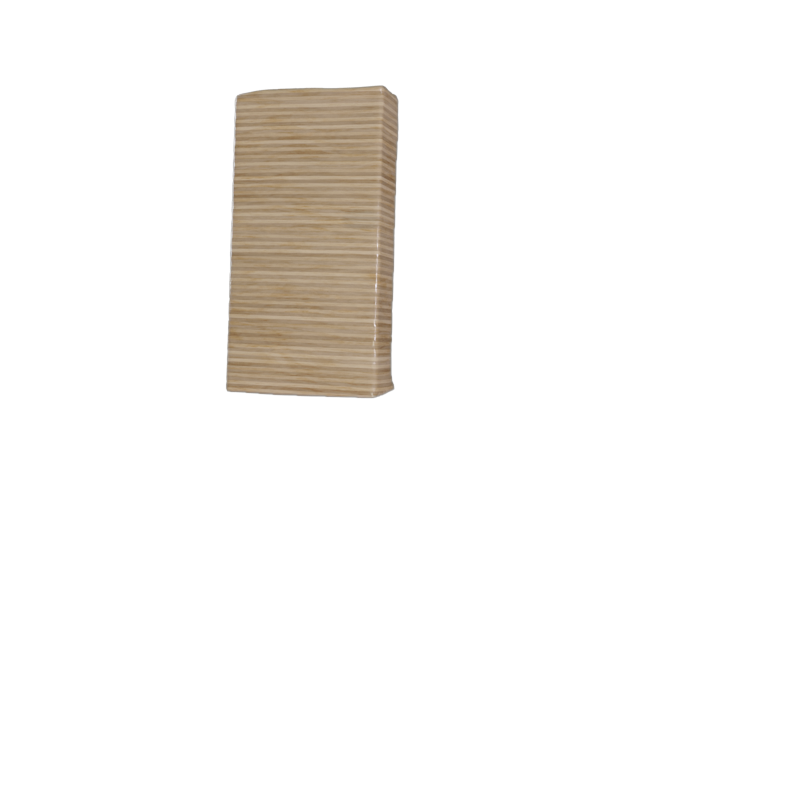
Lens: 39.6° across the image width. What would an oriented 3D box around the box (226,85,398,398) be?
[{"bbox_3d":[-0.051,-0.092,0.645,0.095,0.177,0.047,0,-1,17],"label":"box"}]
